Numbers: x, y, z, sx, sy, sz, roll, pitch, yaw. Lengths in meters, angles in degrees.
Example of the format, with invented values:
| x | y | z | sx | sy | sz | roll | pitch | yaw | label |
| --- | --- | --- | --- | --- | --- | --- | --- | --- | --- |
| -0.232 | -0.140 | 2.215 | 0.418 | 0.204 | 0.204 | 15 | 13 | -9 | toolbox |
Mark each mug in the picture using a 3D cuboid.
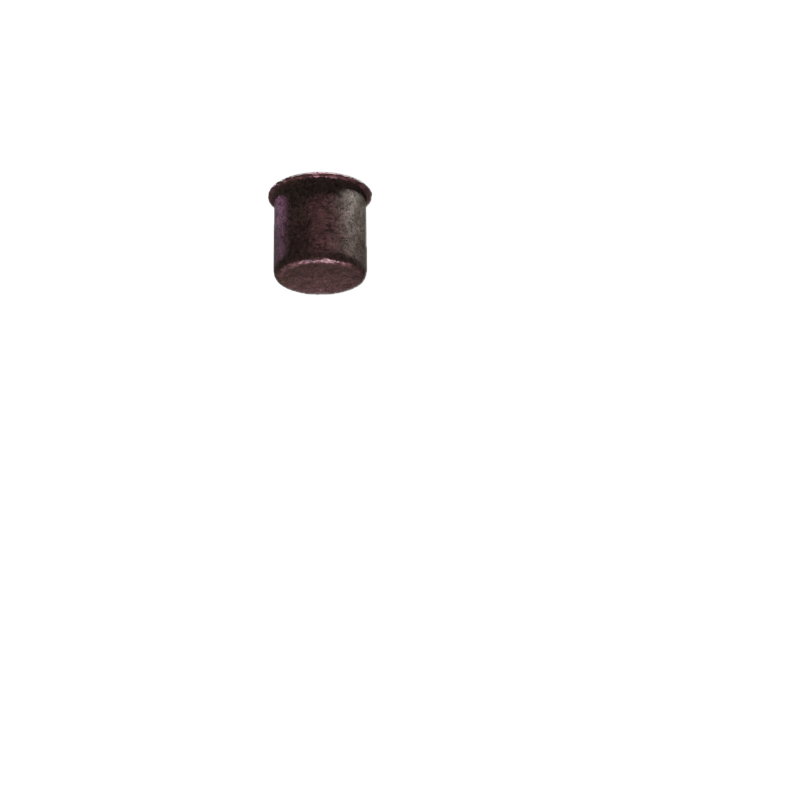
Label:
| x | y | z | sx | sy | sz | roll | pitch | yaw | label |
| --- | --- | --- | --- | --- | --- | --- | --- | --- | --- |
| -0.077 | -0.141 | 0.984 | 0.089 | 0.086 | 0.117 | 12 | -23 | -31 | mug |
